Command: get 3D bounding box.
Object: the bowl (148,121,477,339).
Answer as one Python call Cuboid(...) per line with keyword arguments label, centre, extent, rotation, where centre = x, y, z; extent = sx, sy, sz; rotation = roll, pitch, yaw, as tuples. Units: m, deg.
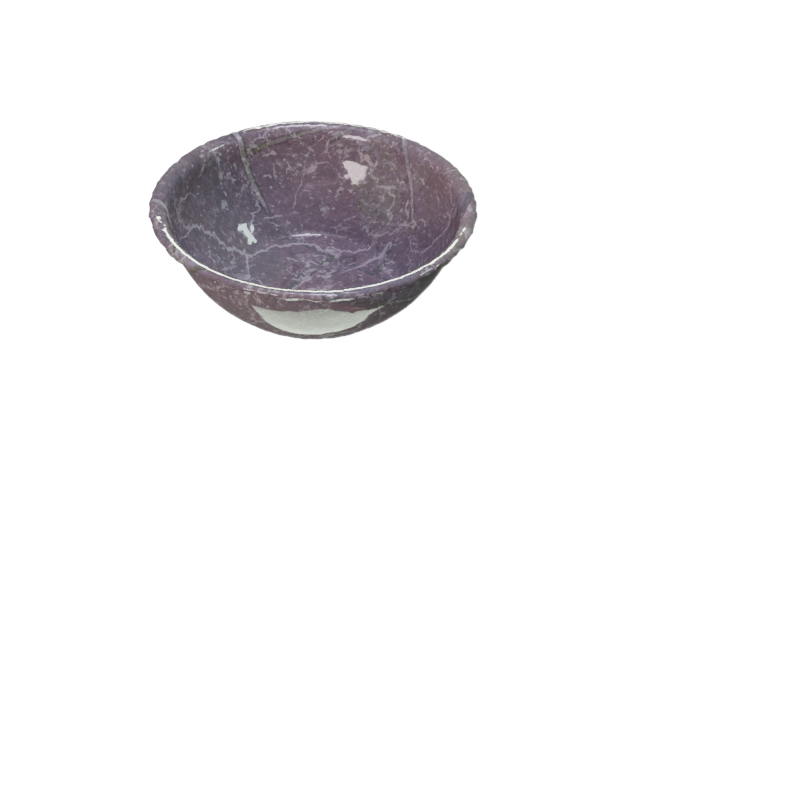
Cuboid(label="bowl", centre=(-0.044, -0.080, 0.564), extent=(0.162, 0.051, 0.174), rotation=(-1, 40, -2))
